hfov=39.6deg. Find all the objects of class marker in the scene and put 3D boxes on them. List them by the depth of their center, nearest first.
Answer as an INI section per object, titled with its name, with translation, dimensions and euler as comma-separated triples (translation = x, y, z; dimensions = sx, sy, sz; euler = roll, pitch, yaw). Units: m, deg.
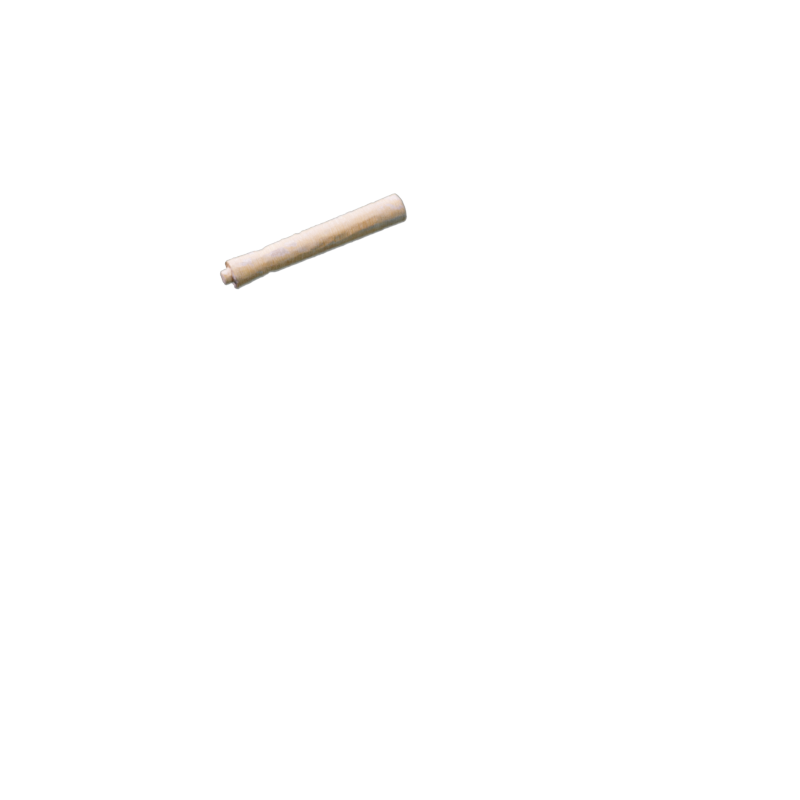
[marker]
translation = -0.053, -0.096, 0.676
dimensions = 0.120, 0.019, 0.020
euler = -24, 11, -15
